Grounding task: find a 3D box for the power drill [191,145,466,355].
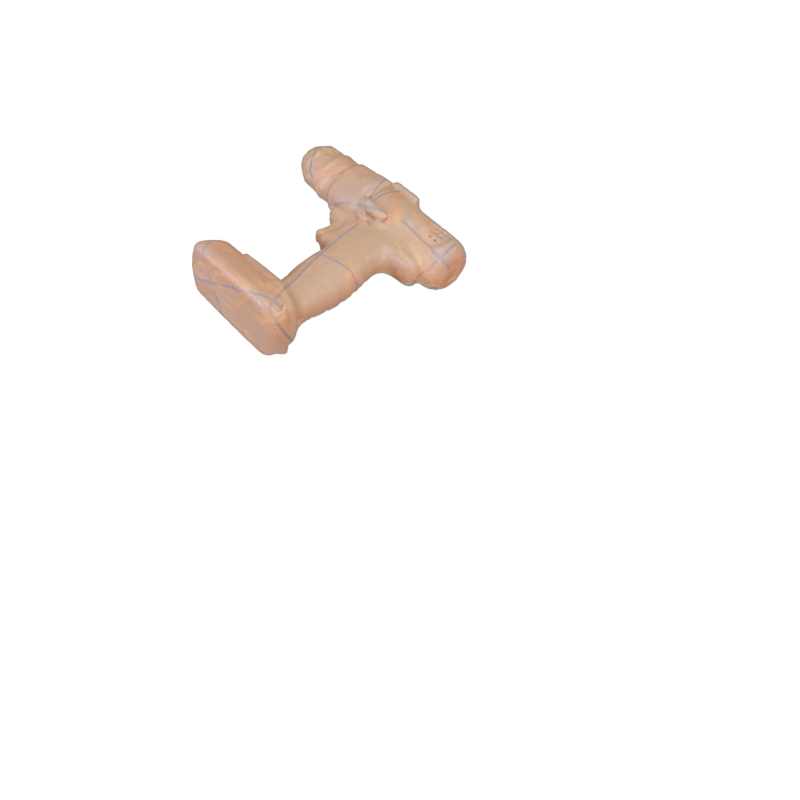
[{"bbox_3d":[-0.069,-0.127,0.886,0.188,0.053,0.198,-30,53,-27],"label":"power drill"}]
